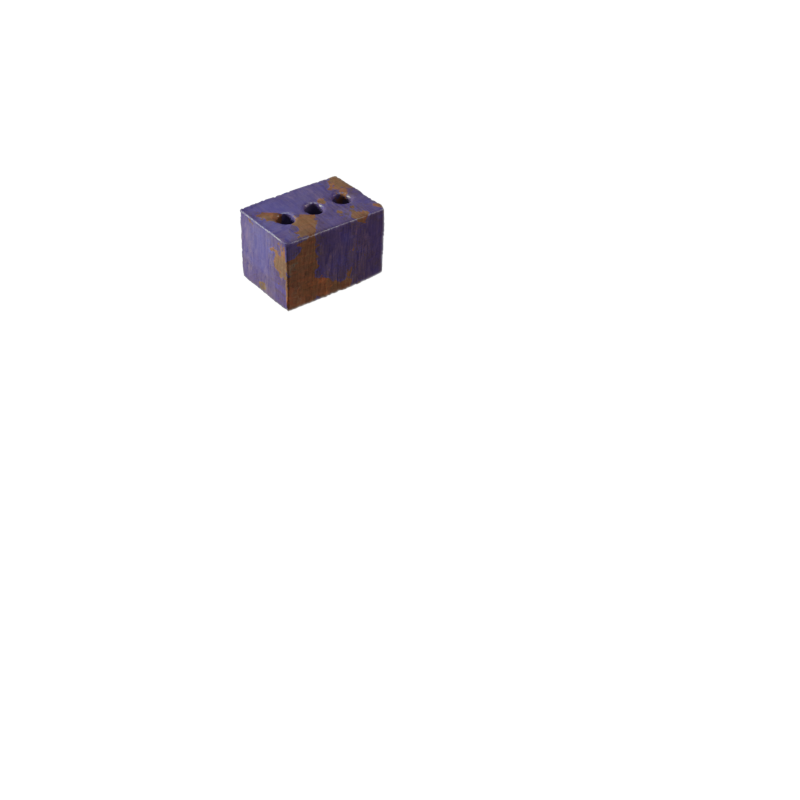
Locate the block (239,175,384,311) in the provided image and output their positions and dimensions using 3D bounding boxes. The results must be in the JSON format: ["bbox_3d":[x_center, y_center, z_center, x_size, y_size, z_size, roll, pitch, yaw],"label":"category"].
[{"bbox_3d":[-0.055,-0.101,0.706,0.077,0.048,0.057,-25,43,-31],"label":"block"}]
